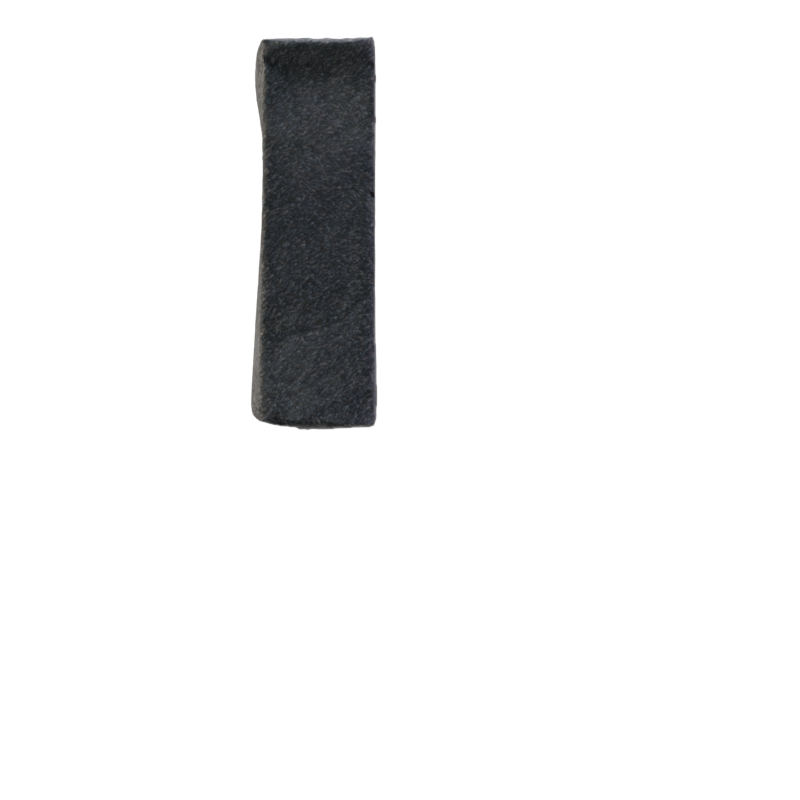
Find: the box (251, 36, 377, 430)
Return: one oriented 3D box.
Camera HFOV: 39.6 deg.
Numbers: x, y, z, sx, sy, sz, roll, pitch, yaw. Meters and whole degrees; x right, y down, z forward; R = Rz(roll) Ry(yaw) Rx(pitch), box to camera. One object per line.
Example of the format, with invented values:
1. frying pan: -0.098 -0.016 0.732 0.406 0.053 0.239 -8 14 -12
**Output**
1. box: -0.053 -0.096 0.674 0.072 0.216 0.164 0 -1 -4
